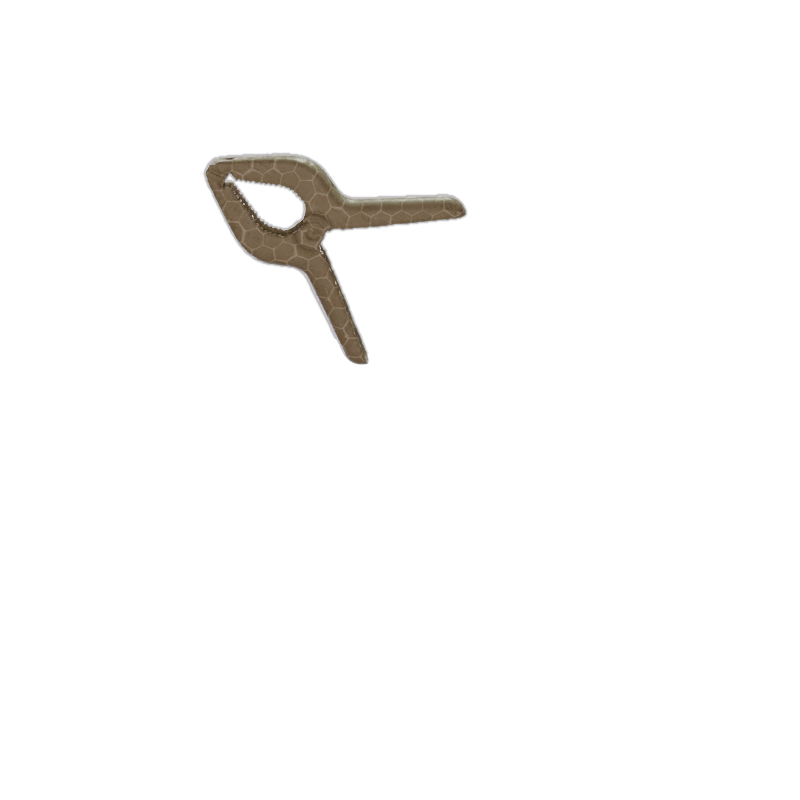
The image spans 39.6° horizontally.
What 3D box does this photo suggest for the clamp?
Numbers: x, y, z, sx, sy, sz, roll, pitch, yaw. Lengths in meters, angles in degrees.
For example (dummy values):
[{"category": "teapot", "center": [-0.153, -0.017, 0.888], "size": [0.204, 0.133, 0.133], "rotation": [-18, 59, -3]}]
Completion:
[{"category": "clamp", "center": [-0.072, -0.132, 0.923], "size": [0.207, 0.161, 0.038], "rotation": [24, 13, -6]}]
